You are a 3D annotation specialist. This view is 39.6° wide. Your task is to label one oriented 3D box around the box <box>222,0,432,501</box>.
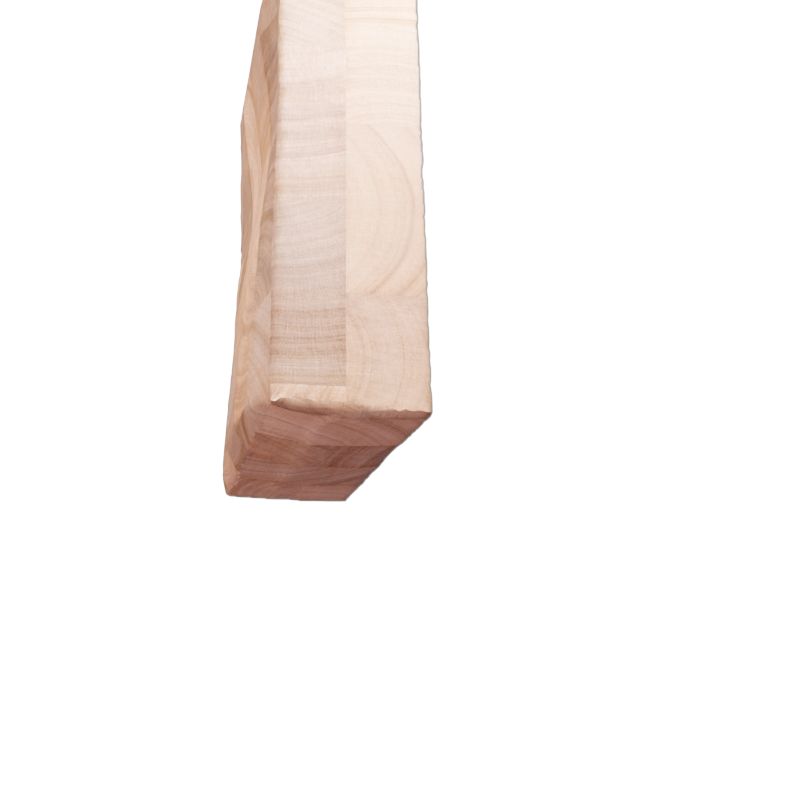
[{"bbox_3d":[-0.041,-0.075,0.524,0.071,0.225,0.159,4,-22,-13],"label":"box"}]
